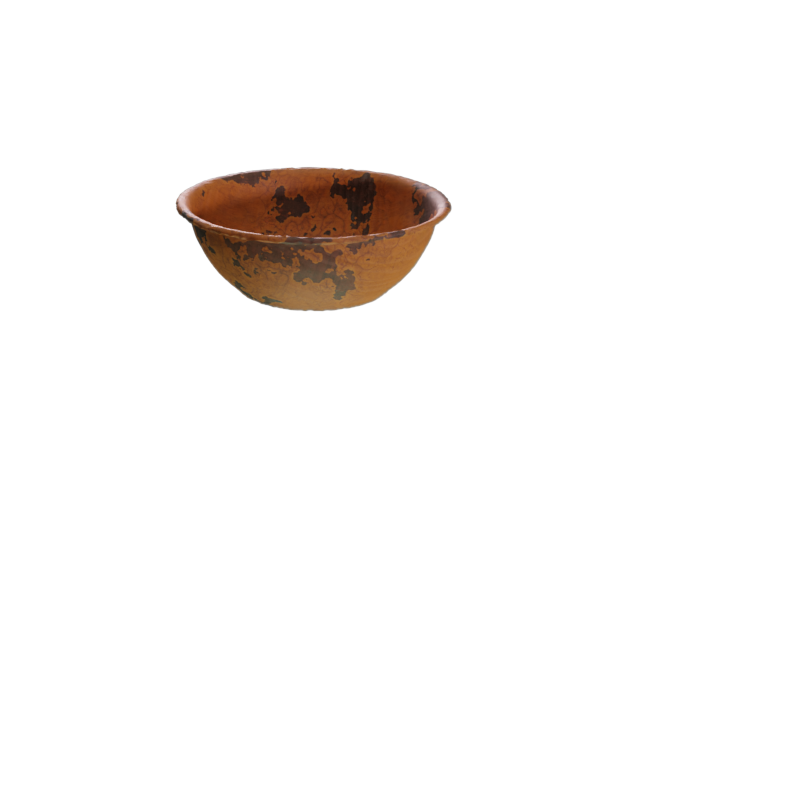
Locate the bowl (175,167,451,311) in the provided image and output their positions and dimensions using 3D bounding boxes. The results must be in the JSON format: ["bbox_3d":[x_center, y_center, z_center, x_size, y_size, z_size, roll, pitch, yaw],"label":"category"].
[{"bbox_3d":[-0.052,-0.094,0.660,0.162,0.052,0.170,-1,24,-2],"label":"bowl"}]
